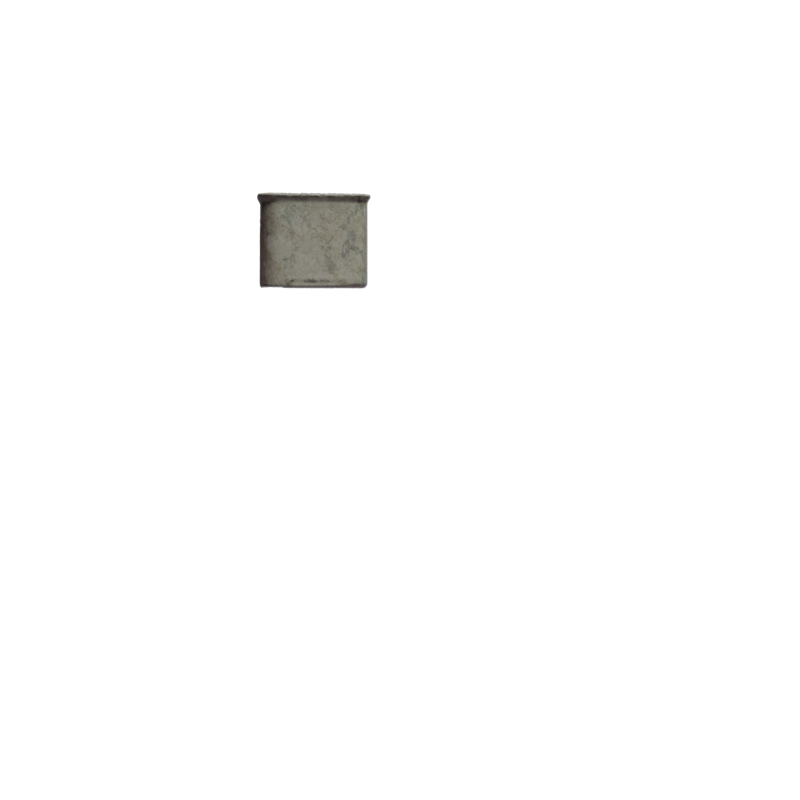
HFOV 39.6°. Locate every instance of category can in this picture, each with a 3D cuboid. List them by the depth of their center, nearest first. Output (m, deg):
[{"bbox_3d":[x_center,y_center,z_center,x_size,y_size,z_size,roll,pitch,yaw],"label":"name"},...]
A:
[{"bbox_3d":[-0.078,-0.143,0.999,0.101,0.084,0.058,0,-1,-5],"label":"can"}]
